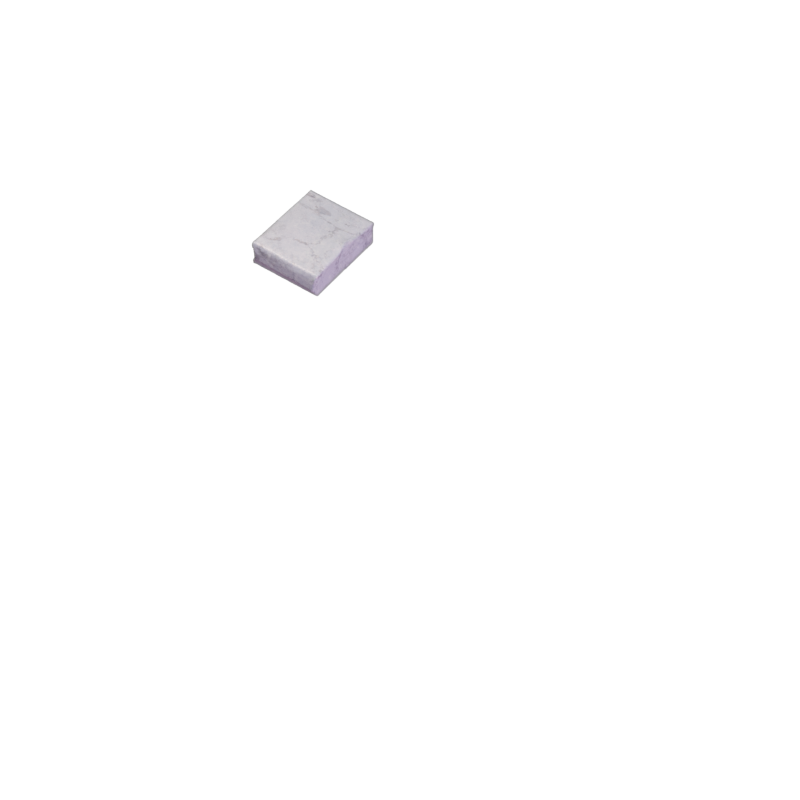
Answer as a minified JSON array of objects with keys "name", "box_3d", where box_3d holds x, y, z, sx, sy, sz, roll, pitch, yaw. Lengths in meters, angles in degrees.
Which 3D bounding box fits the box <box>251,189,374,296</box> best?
[{"name":"box","box_3d":[-0.078,-0.142,0.996,0.077,0.028,0.091,28,54,23]}]
